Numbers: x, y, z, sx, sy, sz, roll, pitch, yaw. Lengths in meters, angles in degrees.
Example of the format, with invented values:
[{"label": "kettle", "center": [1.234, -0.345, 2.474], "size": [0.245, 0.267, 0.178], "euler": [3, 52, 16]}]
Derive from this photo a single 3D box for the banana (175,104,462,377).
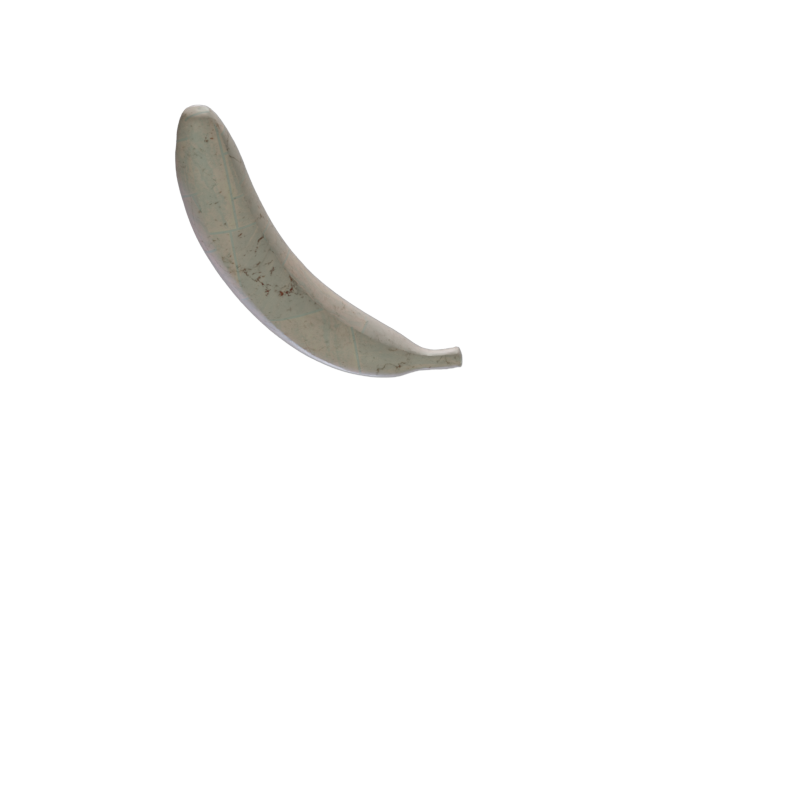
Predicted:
[{"label": "banana", "center": [-0.055, -0.068, 0.566], "size": [0.069, 0.187, 0.039], "euler": [-38, 26, 22]}]
